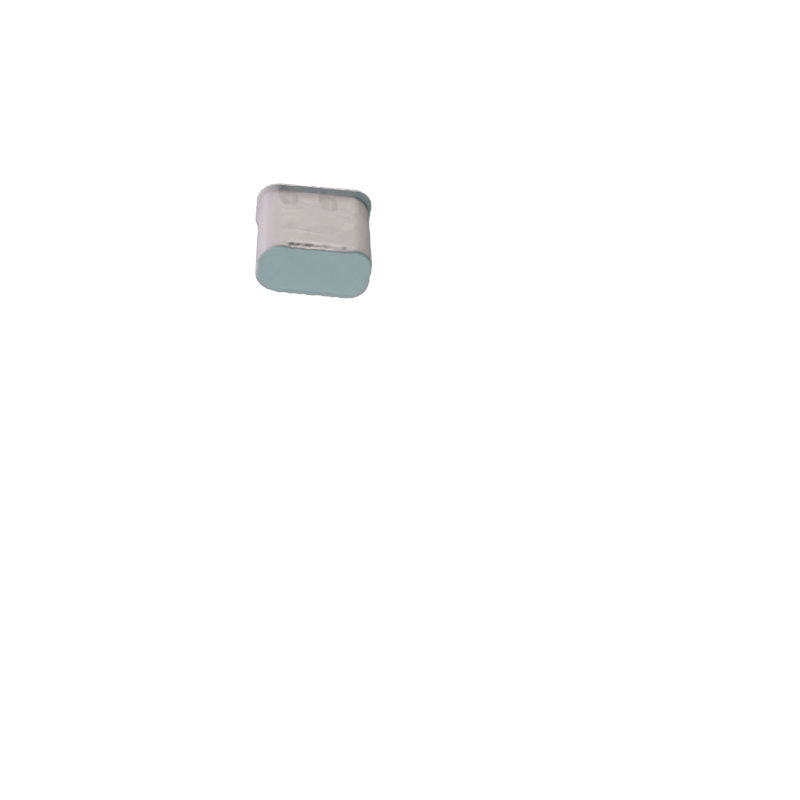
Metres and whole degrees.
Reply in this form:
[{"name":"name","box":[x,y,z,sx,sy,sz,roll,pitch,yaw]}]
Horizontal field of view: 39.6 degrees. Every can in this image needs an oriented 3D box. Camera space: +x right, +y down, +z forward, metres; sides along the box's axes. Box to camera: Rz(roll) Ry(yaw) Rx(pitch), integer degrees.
[{"name":"can","box":[-0.075,-0.136,0.955,0.101,0.054,0.090,4,44,-6]}]
